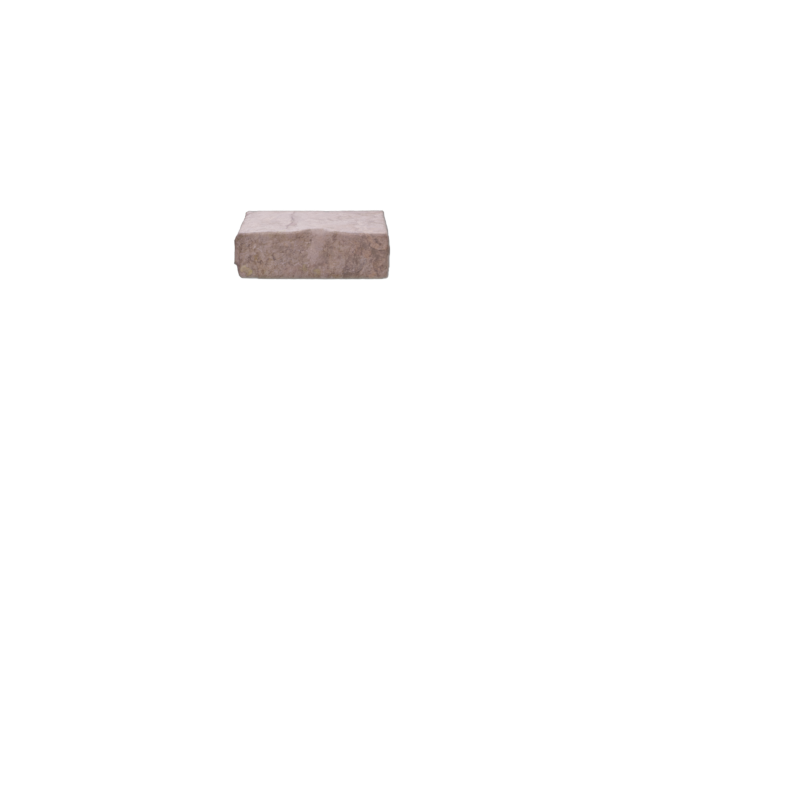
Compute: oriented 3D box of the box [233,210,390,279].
[{"bbox_3d":[-0.052,-0.095,0.664,0.089,0.029,0.076,0,18,0],"label":"box"}]
